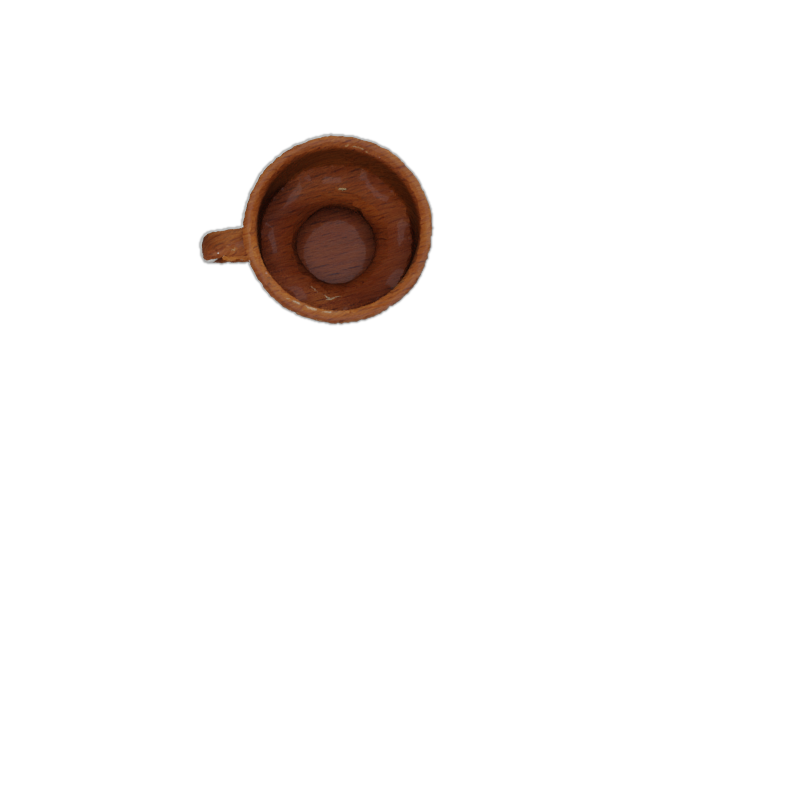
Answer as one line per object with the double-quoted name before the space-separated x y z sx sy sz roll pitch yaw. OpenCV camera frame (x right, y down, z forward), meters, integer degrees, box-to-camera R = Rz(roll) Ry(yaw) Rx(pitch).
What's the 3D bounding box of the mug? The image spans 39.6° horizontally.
"mug" -0.045 -0.083 0.579 0.117 0.095 0.081 -8 -3 -2
